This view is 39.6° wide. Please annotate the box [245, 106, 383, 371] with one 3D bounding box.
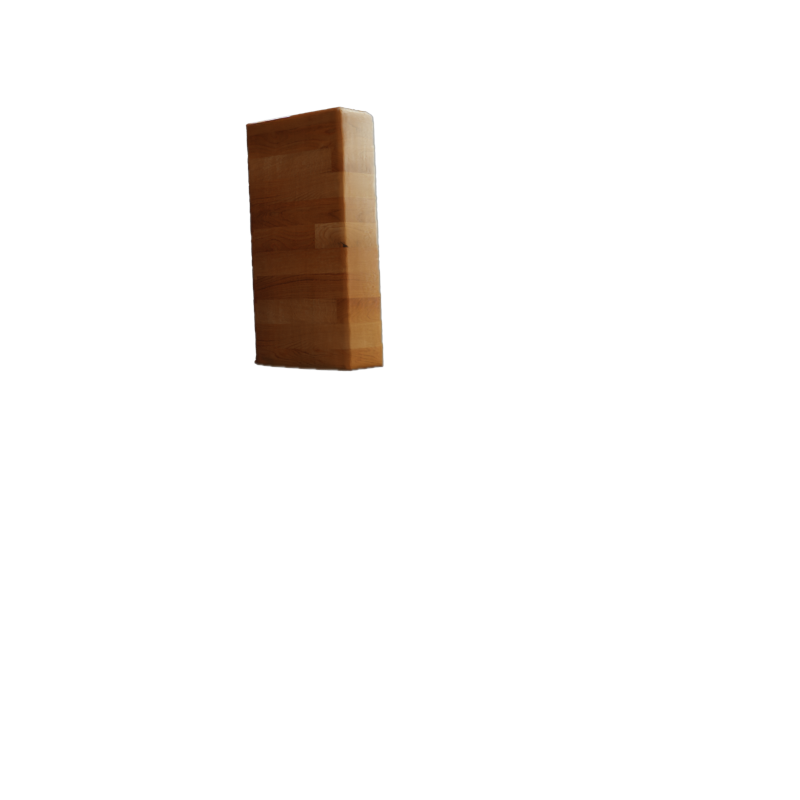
[{"bbox_3d":[-0.060,-0.111,0.775,0.097,0.178,0.046,-2,-3,41],"label":"box"}]
